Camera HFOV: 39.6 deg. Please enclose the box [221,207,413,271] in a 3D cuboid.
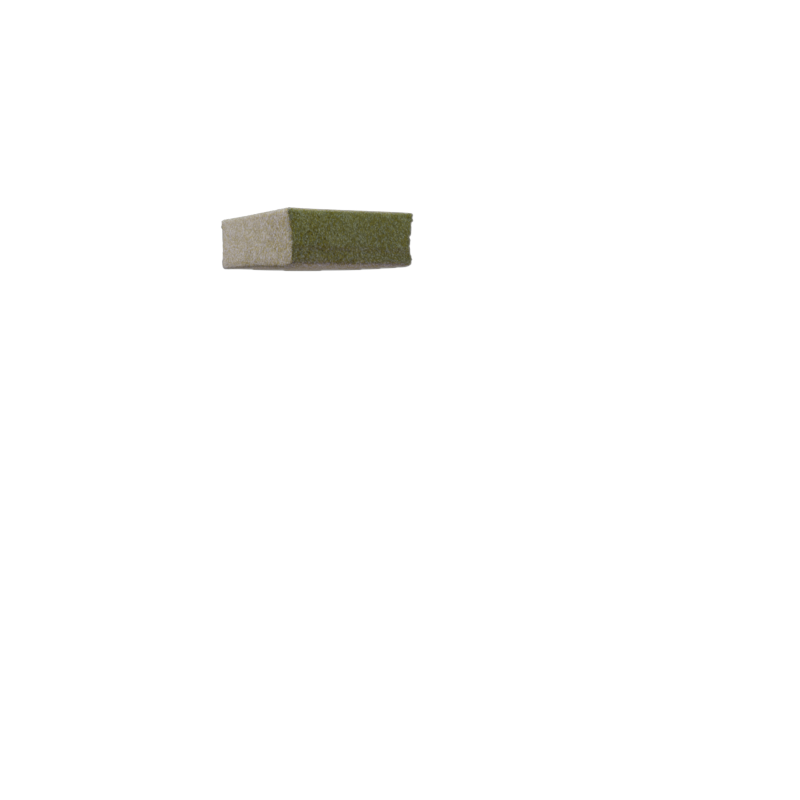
[{"bbox_3d":[-0.058,-0.105,0.736,0.087,0.039,0.118,-3,7,-29],"label":"box"}]
